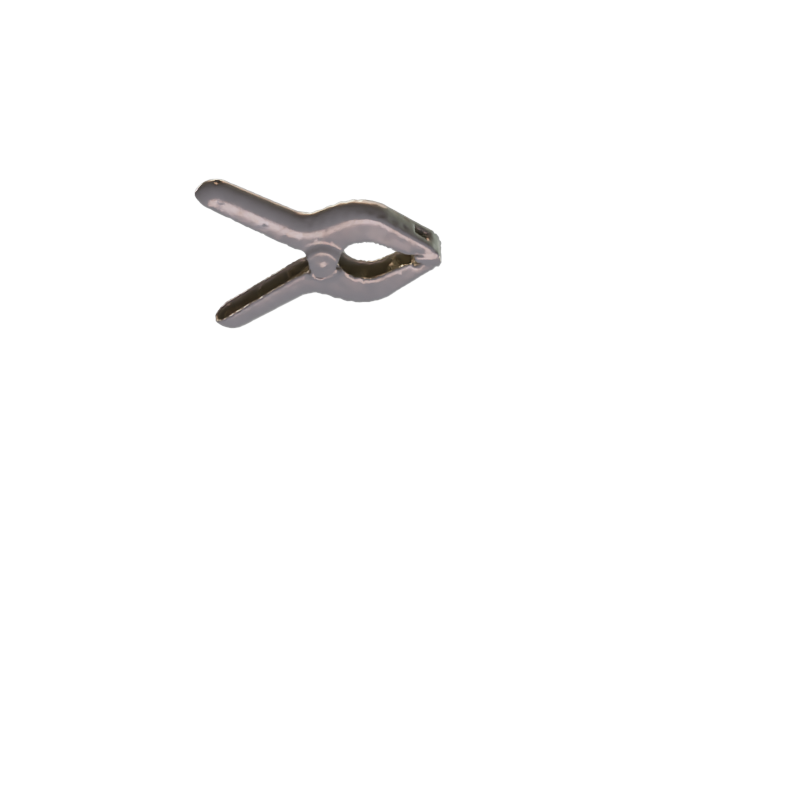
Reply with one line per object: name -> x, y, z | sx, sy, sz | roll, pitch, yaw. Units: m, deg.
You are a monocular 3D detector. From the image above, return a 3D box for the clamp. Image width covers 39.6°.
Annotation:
clamp -> -0.060, -0.110, 0.768 | 0.173, 0.111, 0.042 | -9, 42, 8
